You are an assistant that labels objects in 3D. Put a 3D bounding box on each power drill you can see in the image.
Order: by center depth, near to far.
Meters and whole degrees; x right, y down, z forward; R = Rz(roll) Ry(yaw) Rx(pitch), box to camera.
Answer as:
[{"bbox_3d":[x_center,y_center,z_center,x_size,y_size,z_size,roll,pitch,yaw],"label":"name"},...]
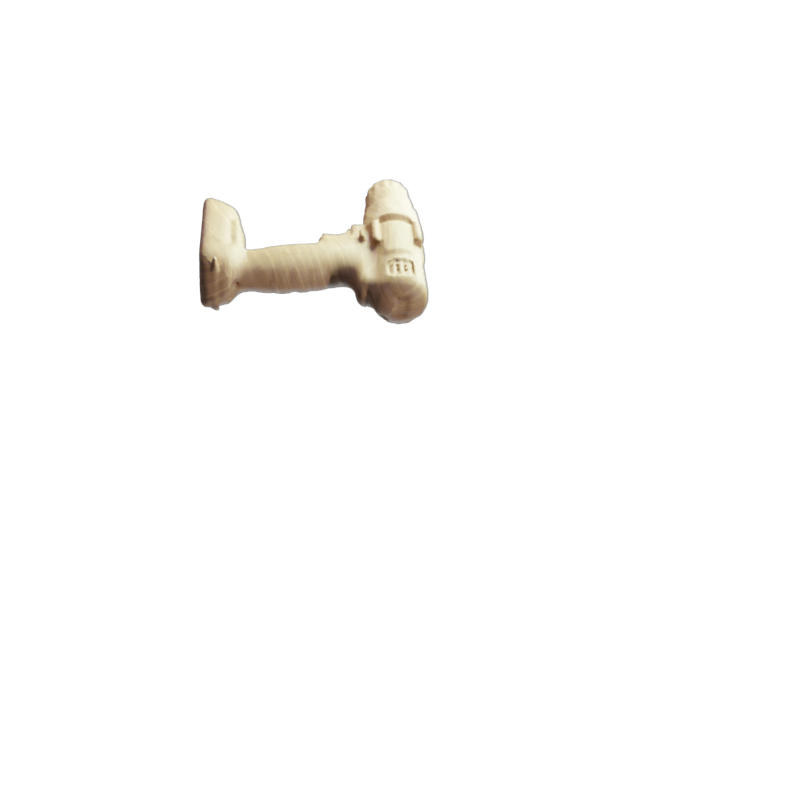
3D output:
[{"bbox_3d":[-0.073,-0.133,0.931,0.187,0.054,0.197,-1,36,-2],"label":"power drill"}]
